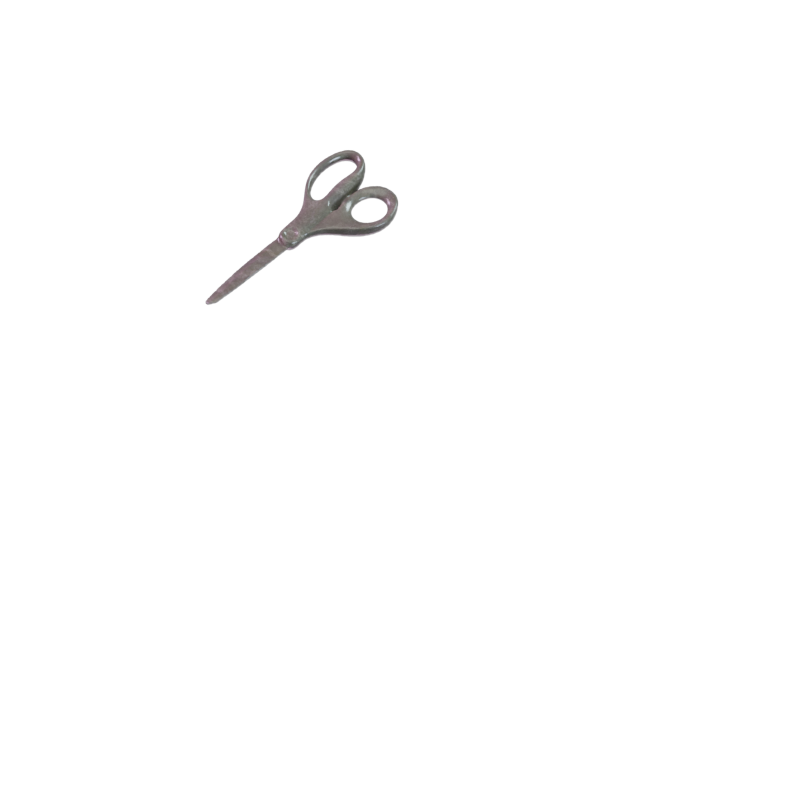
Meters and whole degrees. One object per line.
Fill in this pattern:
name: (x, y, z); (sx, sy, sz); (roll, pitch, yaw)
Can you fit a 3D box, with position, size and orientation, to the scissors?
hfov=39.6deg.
scissors: (-0.077, -0.140, 0.978); (0.099, 0.208, 0.015); (26, -26, 13)
